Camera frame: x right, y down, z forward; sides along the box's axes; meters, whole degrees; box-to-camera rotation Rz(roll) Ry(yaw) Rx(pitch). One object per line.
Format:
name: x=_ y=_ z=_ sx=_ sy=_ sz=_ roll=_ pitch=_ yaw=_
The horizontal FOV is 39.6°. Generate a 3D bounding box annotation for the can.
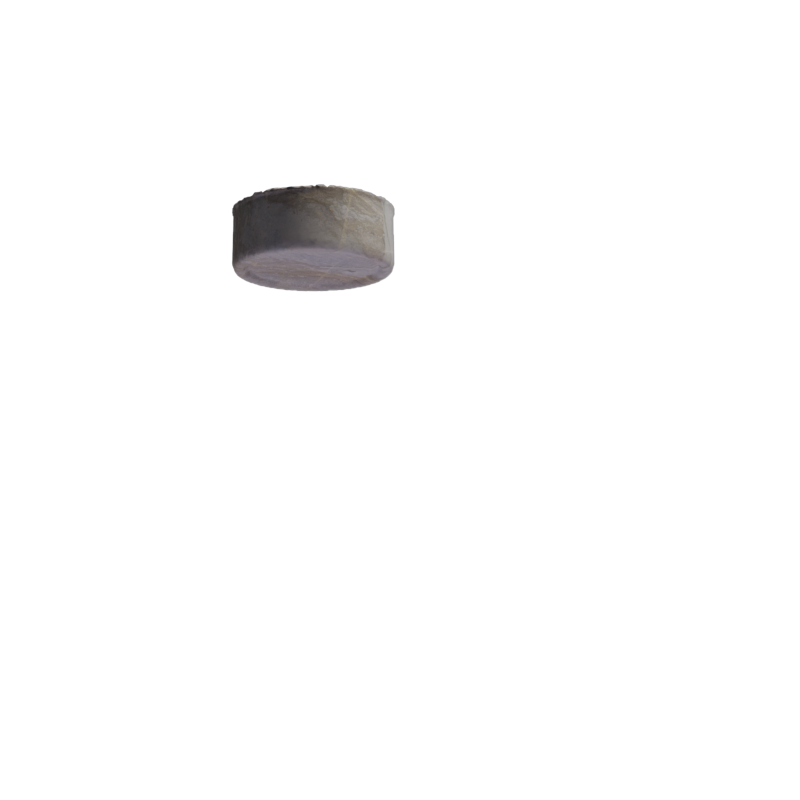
can: x=-0.045 y=-0.083 z=0.580 sx=0.086 sy=0.035 sz=0.083 roll=0 pitch=-10 yaw=-2
